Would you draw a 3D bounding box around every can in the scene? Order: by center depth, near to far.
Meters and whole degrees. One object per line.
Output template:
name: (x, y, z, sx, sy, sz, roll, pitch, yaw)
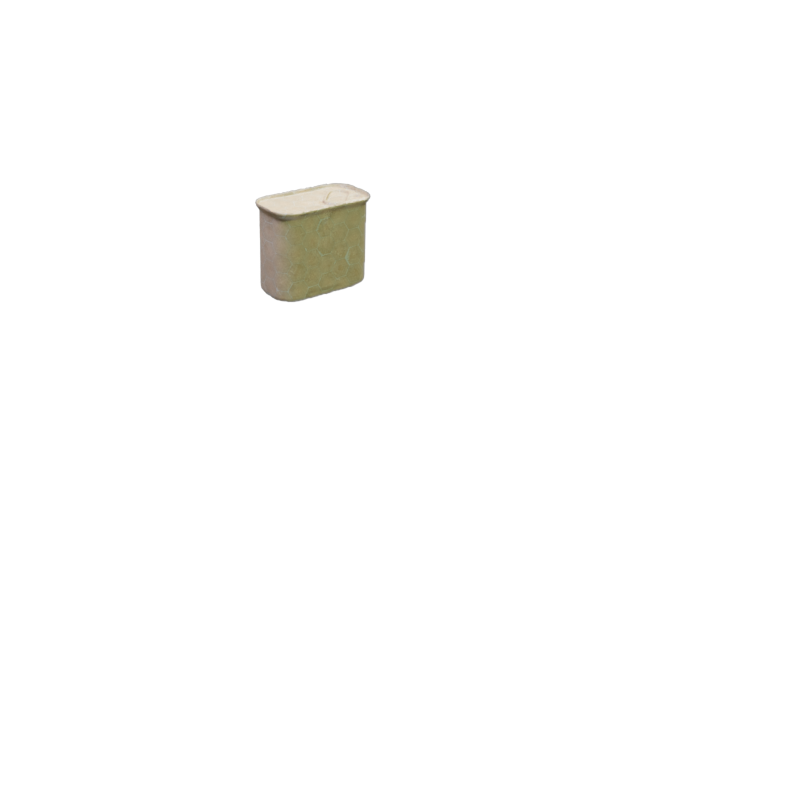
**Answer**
can: (-0.078, -0.142, 0.991, 0.100, 0.080, 0.061, -17, 29, -34)
